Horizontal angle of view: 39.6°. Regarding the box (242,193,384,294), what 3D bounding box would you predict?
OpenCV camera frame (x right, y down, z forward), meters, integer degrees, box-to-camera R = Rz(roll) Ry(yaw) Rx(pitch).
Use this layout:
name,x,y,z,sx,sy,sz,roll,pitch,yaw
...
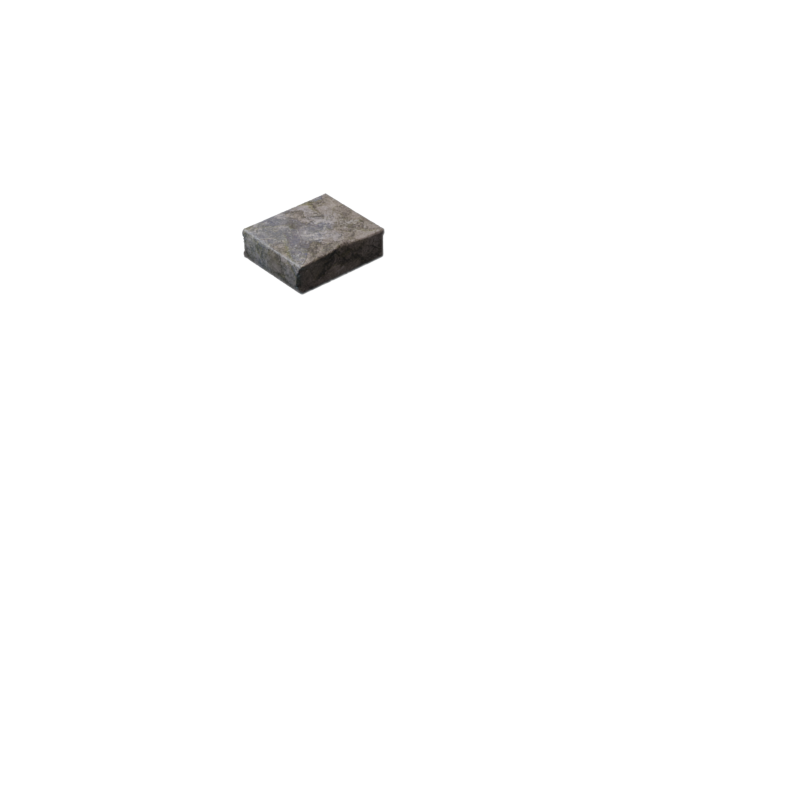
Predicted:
name,x,y,z,sx,sy,sz,roll,pitch,yaw
box,-0.069,-0.125,0.877,0.089,0.028,0.078,-28,46,-32
